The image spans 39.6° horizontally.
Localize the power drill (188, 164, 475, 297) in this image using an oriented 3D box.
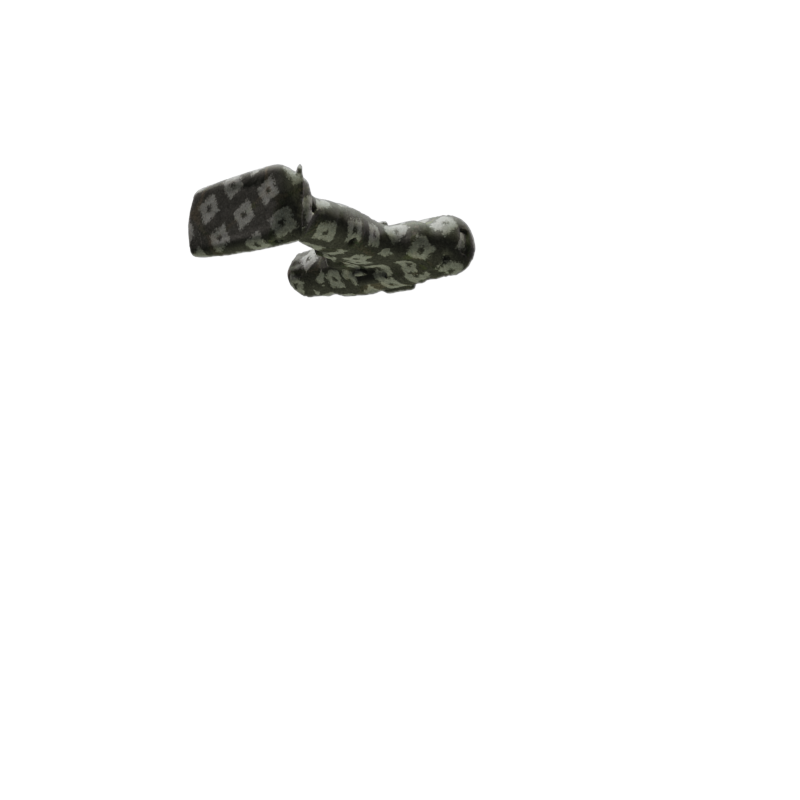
[{"bbox_3d":[-0.066,-0.120,0.840,0.189,0.059,0.178,-8,-11,43],"label":"power drill"}]
